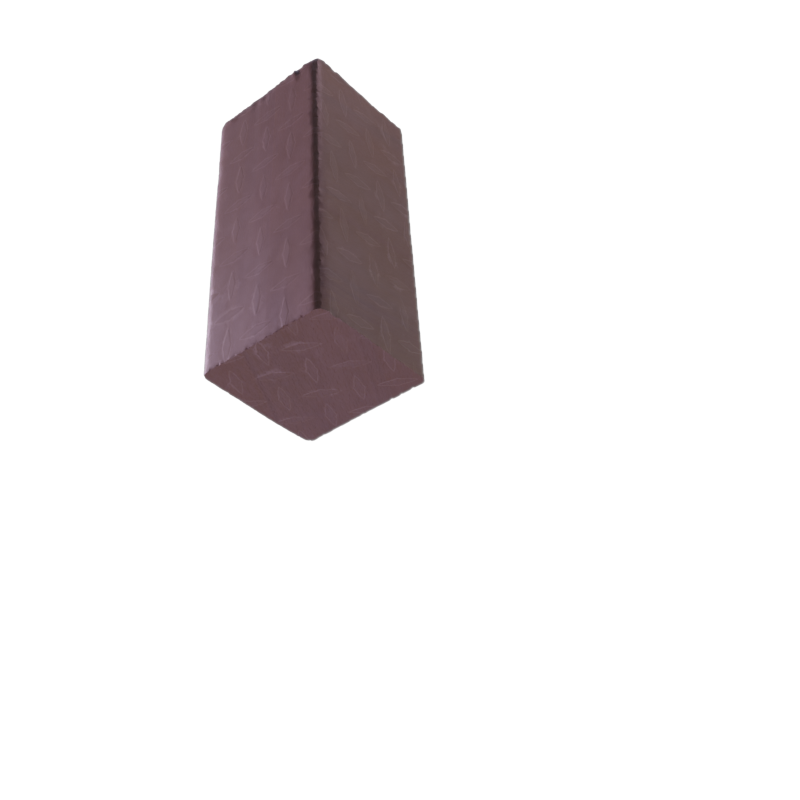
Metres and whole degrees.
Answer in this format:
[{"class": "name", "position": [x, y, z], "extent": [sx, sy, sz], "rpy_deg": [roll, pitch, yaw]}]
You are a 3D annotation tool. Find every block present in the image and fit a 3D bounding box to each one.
[{"class": "block", "position": [-0.053, -0.096, 0.672], "extent": [0.090, 0.221, 0.084], "rpy_deg": [-30, -47, 29]}]
